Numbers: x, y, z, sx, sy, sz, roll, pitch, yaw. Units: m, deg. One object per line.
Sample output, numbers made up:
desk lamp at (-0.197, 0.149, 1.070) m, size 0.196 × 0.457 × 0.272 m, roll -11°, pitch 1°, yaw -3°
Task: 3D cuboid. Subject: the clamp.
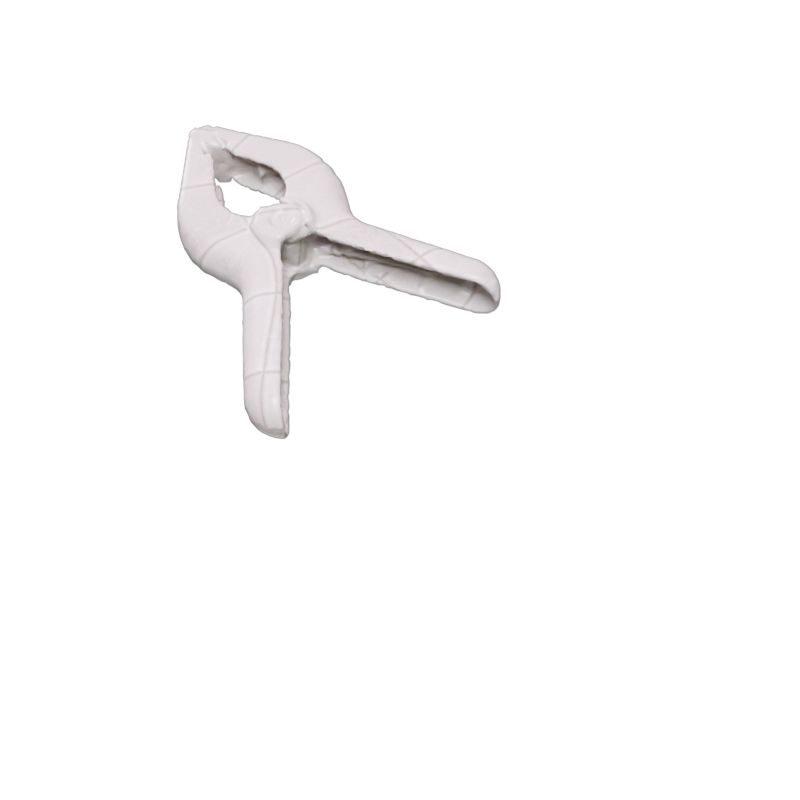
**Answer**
clamp at (-0.039, -0.071, 0.500) m, size 0.119 × 0.185 × 0.037 m, roll -20°, pitch -35°, yaw -15°
